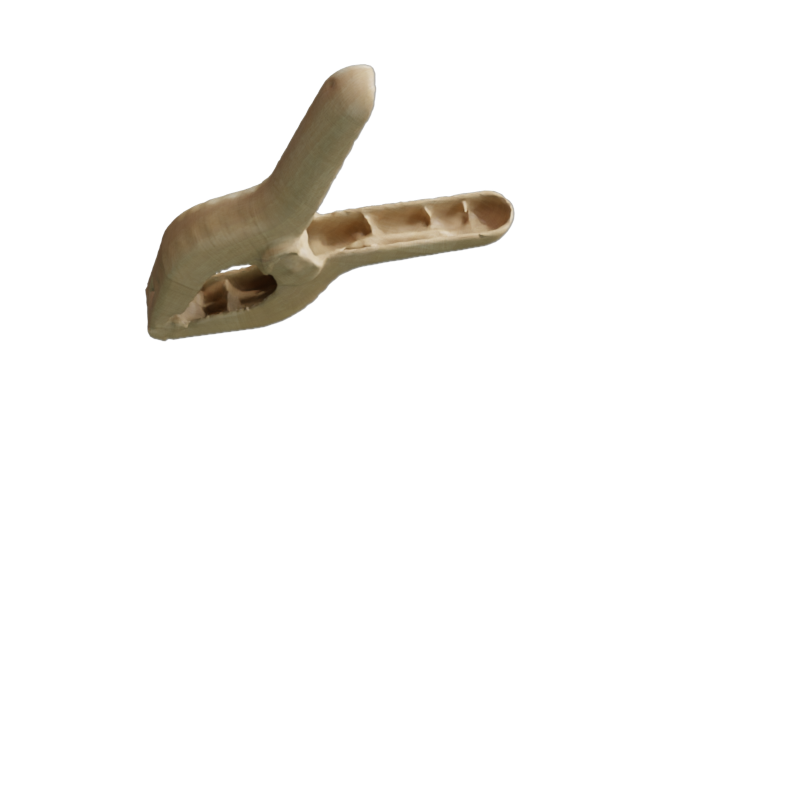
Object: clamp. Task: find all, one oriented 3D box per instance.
[{"bbox_3d":[-0.038,-0.070,0.488,0.171,0.042,0.112,-29,-45,34],"label":"clamp"}]
